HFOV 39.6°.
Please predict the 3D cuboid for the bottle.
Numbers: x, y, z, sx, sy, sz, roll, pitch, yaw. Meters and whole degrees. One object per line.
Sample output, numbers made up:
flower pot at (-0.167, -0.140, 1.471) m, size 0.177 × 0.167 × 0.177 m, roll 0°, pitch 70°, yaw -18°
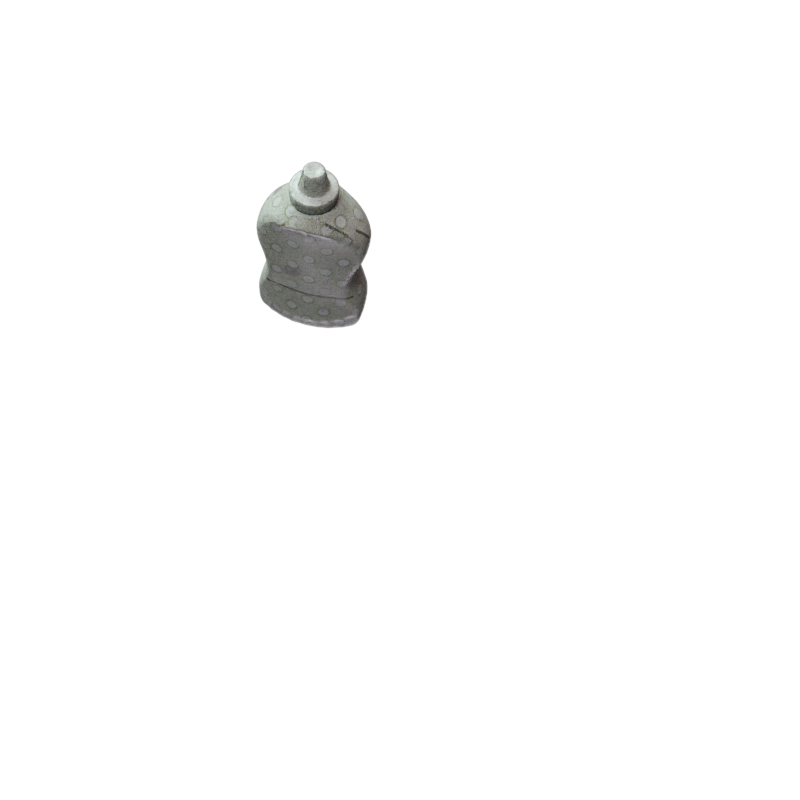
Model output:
bottle at (-0.074, -0.135, 0.945) m, size 0.098 × 0.061 × 0.180 m, roll 17°, pitch -30°, yaw 7°
